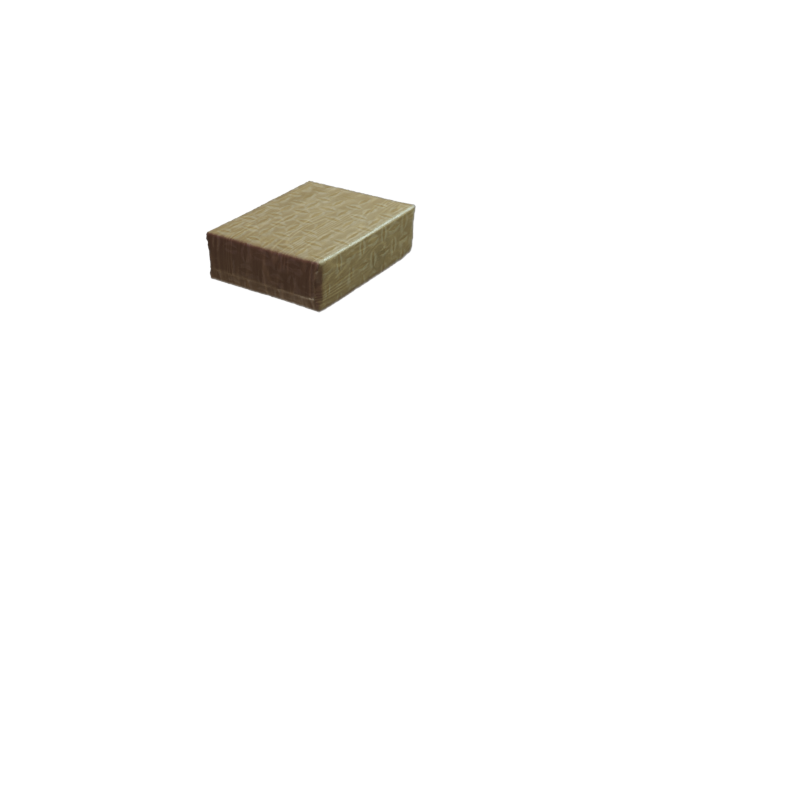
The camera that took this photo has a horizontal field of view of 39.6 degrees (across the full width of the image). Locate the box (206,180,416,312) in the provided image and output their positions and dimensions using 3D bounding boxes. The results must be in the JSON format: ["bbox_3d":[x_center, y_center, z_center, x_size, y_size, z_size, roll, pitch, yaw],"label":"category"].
[{"bbox_3d":[-0.056,-0.103,0.723,0.095,0.037,0.114,18,34,29],"label":"box"}]
